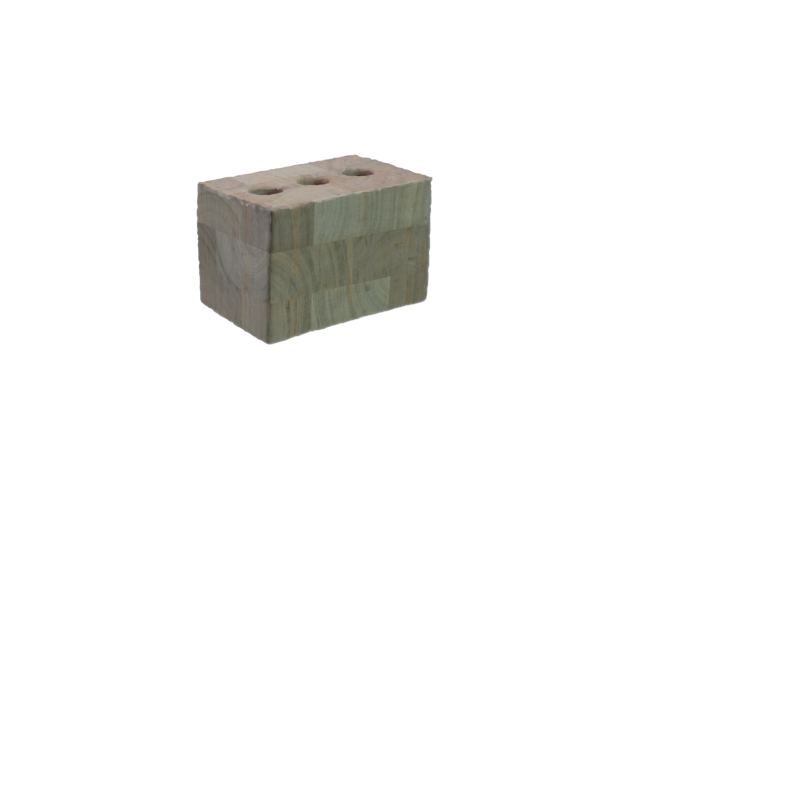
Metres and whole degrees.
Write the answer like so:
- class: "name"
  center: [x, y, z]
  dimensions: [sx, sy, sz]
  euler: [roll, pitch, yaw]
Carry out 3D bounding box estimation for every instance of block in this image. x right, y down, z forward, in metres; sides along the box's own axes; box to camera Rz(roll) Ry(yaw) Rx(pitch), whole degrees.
- class: "block"
  center: [-0.034, -0.062, 0.431]
  dimensions: [0.077, 0.049, 0.056]
  euler: [-18, 29, -36]
